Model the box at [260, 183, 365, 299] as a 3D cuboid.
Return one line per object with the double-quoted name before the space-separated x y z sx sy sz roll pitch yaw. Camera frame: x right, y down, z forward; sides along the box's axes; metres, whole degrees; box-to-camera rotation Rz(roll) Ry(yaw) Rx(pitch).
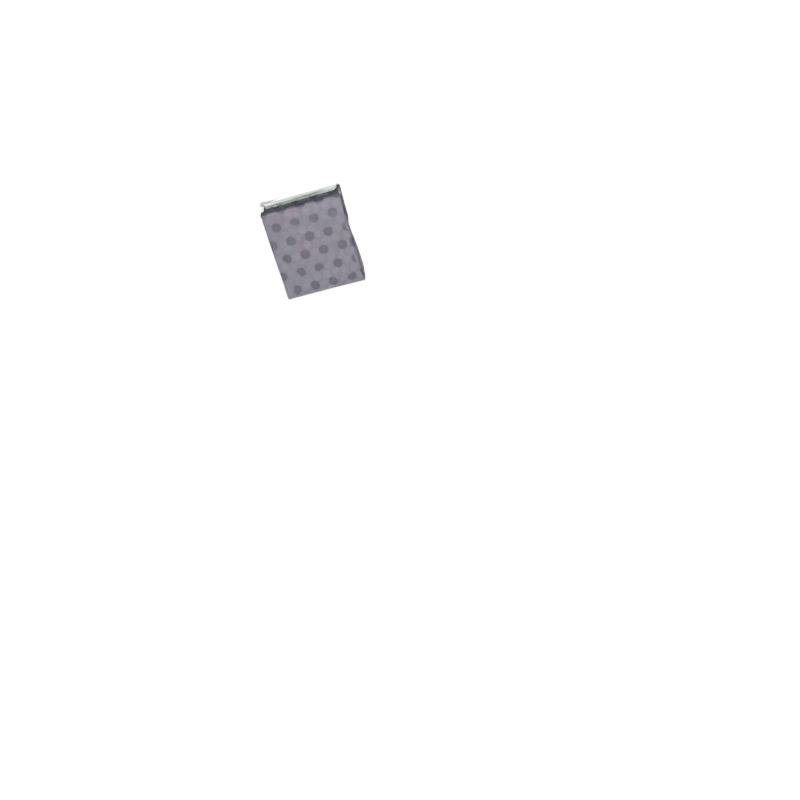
"box" -0.078 -0.141 0.990 0.073 0.084 0.032 -15 24 6
